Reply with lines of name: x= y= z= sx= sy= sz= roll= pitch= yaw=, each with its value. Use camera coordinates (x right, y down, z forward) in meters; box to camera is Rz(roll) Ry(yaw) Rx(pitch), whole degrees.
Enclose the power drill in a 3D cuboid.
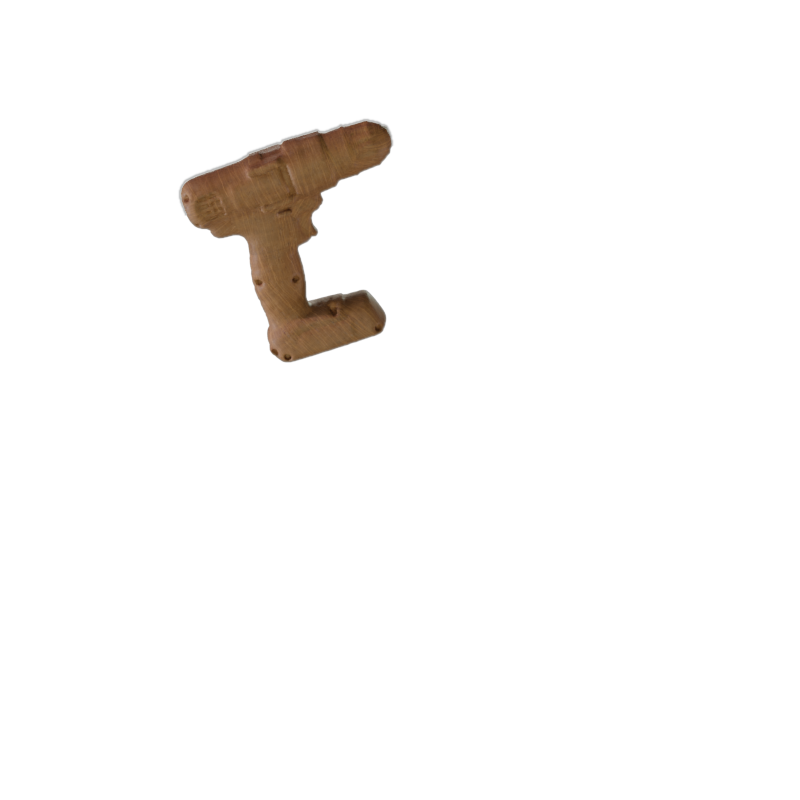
power drill: x=-0.075 y=-0.137 z=0.957 sx=0.185 sy=0.178 sz=0.060 roll=-17 pitch=22 yaw=7
